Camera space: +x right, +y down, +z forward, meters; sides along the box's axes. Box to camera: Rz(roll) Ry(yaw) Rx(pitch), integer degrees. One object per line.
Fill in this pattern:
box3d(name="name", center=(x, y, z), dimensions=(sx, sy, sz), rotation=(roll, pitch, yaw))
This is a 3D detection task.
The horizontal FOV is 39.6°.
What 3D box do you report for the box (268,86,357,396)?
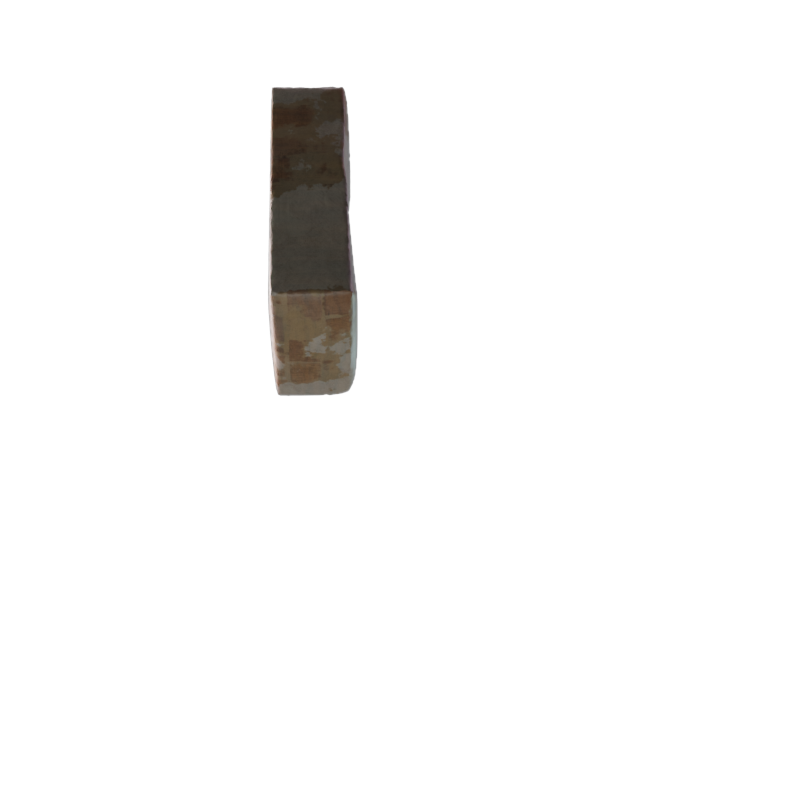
box3d(name="box", center=(-0.074, -0.135, 0.945), dimensions=(0.072, 0.228, 0.154), rotation=(-1, -32, -3))
